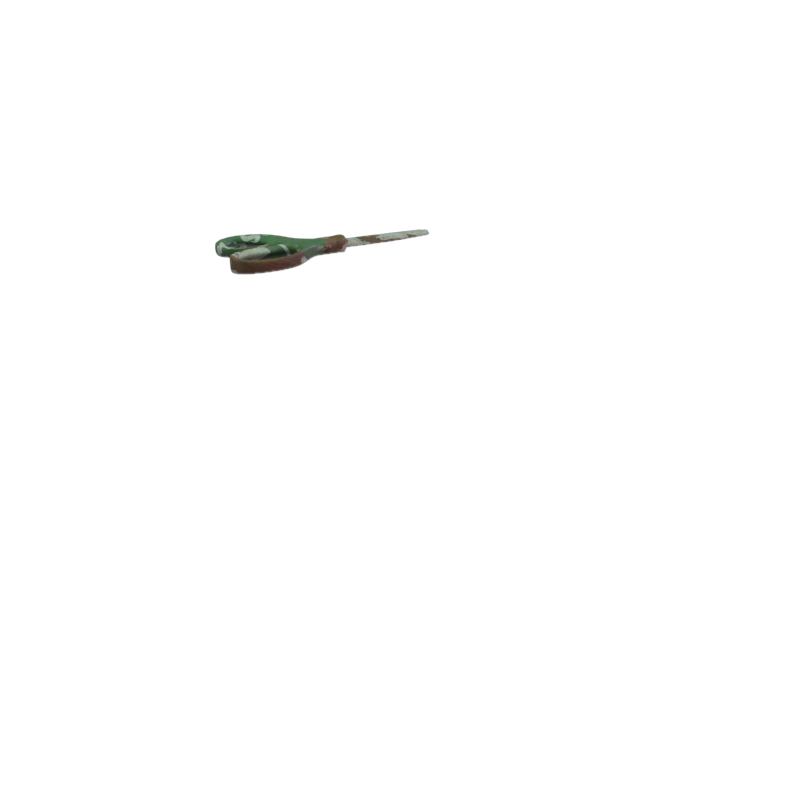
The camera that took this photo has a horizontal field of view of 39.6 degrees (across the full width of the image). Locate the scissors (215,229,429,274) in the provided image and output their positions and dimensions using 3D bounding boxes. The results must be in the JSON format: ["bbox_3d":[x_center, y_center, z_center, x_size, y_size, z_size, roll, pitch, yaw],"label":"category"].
[{"bbox_3d":[-0.077,-0.140,0.980,0.102,0.015,0.198,20,29,41],"label":"scissors"}]
